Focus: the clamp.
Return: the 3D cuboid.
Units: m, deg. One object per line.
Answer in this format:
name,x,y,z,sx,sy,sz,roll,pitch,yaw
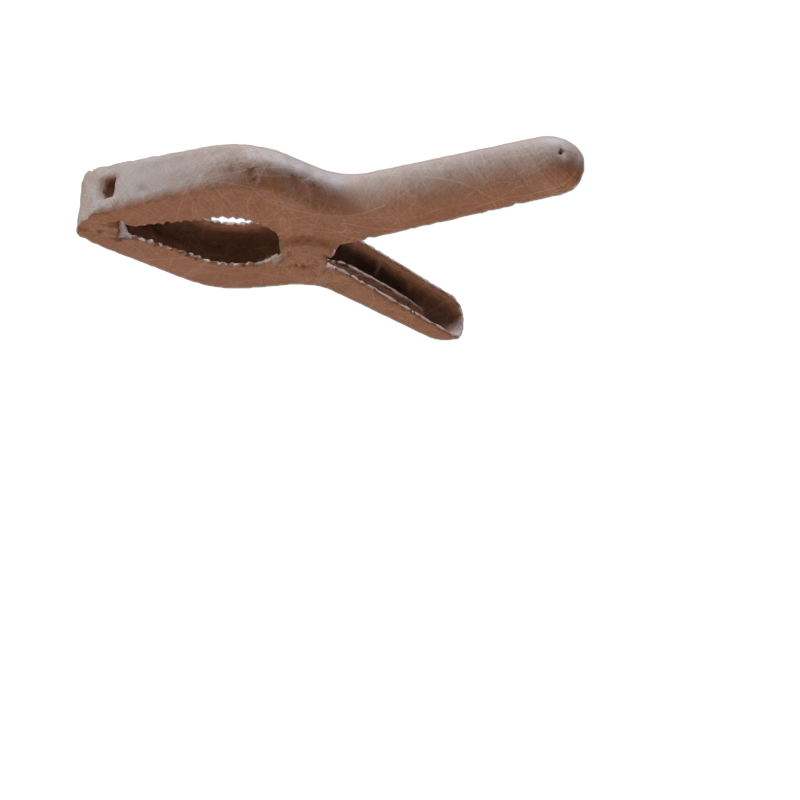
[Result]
clamp,-0.040,-0.073,0.511,0.208,0.039,0.156,3,-25,-6
